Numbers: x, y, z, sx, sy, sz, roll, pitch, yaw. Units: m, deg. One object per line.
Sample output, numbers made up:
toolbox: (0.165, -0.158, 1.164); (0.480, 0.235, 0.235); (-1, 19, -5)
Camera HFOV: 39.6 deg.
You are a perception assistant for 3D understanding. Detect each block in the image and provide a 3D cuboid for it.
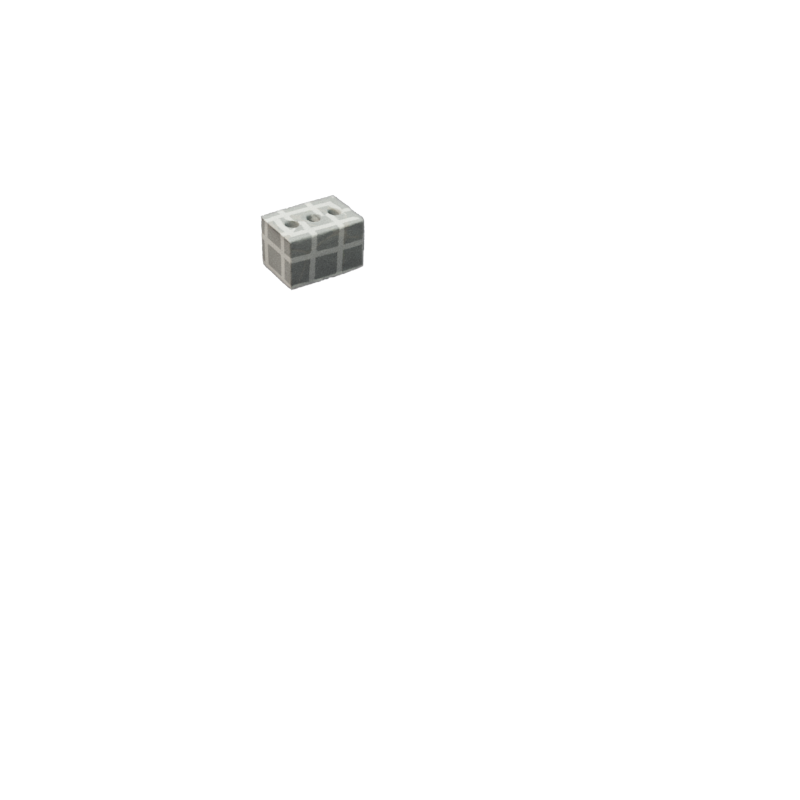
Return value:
block: (-0.077, -0.140, 0.979); (0.077, 0.048, 0.057); (-21, 40, -27)
